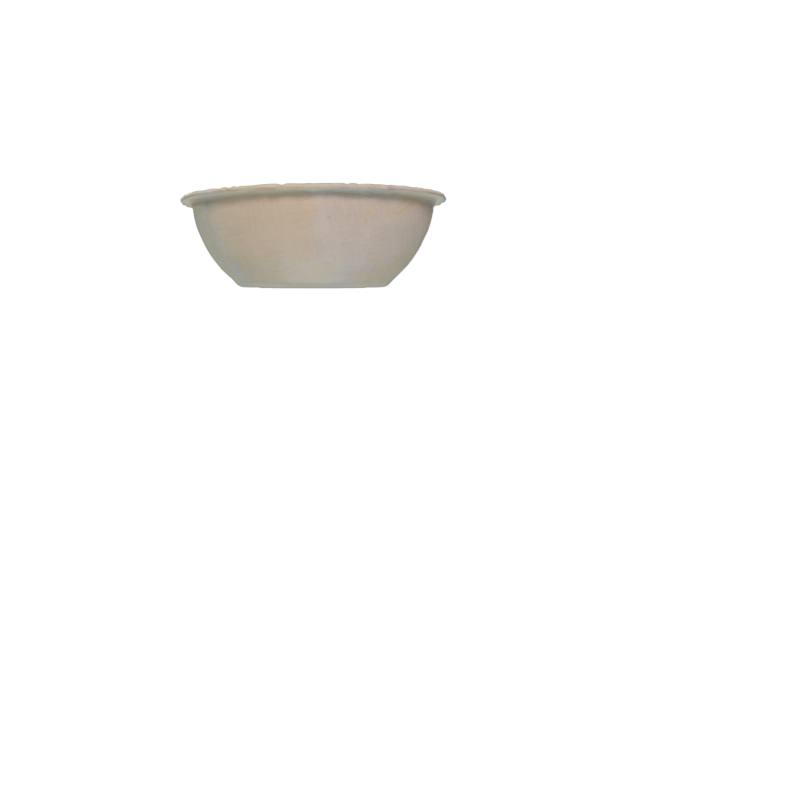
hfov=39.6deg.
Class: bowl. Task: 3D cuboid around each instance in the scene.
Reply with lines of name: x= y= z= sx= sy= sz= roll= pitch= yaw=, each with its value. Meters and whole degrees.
bowl: x=-0.053 y=-0.096 z=0.674 sx=0.162 sy=0.055 sz=0.162 roll=0 pitch=4 yaw=-2
